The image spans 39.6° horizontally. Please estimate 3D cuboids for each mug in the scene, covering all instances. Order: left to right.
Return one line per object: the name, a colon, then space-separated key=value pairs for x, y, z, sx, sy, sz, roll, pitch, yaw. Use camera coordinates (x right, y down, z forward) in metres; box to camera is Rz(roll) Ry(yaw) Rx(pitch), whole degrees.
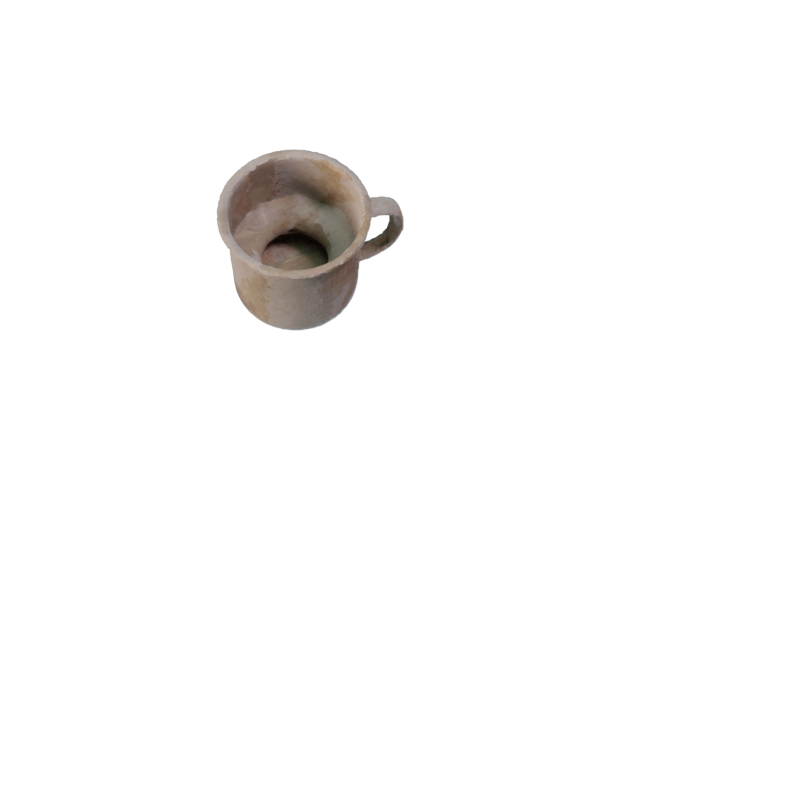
mug: x=-0.055 y=-0.100 z=0.698 sx=0.116 sy=0.100 sz=0.077 roll=-16 pitch=-27 yaw=-10
